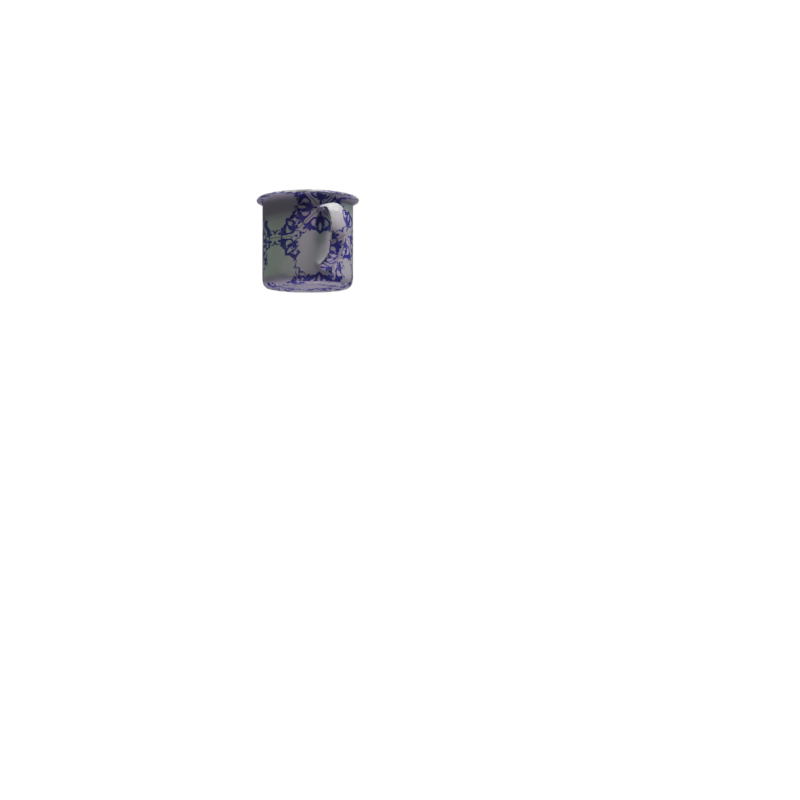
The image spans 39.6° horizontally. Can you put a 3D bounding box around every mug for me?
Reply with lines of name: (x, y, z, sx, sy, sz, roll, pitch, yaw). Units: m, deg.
mug: (-0.077, -0.141, 0.987, 0.090, 0.083, 0.119, 2, -5, -28)
